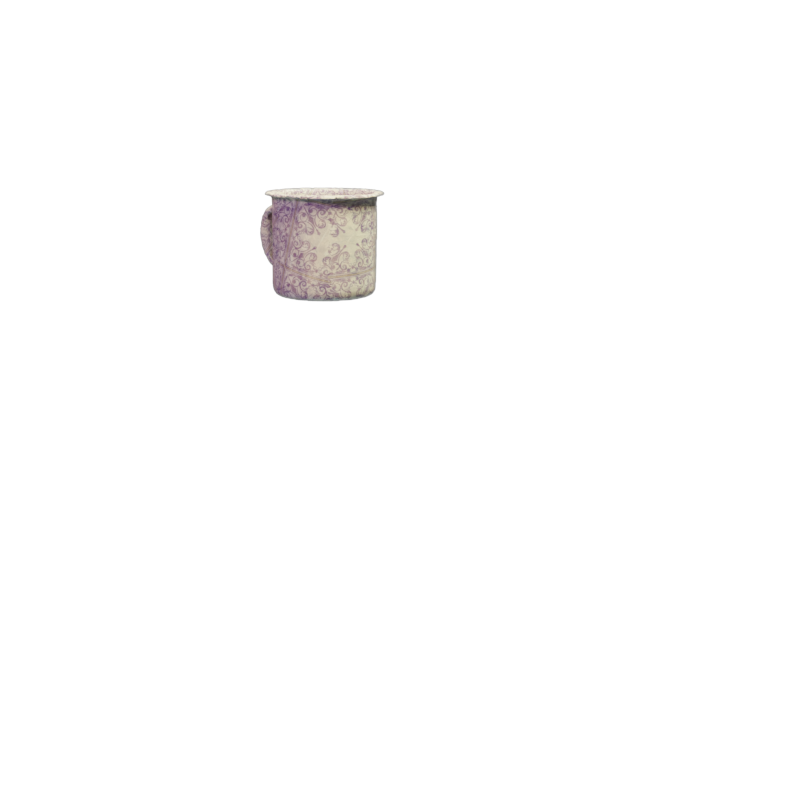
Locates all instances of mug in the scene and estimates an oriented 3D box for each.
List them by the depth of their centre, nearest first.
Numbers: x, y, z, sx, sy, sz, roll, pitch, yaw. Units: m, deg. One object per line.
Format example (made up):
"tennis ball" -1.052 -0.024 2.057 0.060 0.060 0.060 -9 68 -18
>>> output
"mug" -0.069 -0.125 0.878 0.123 0.080 0.091 11 15 40
